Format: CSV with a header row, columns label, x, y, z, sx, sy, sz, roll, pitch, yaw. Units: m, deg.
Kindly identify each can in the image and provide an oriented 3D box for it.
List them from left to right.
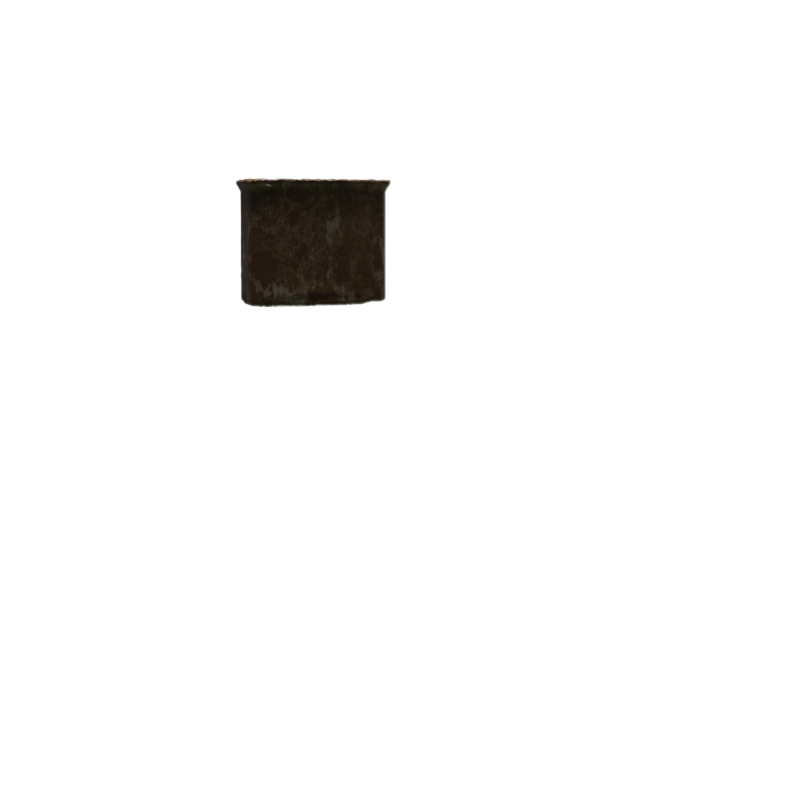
label,x,y,z,sx,sy,sz,roll,pitch,yaw
can,-0.059,-0.107,0.751,0.099,0.083,0.059,-2,4,-20
